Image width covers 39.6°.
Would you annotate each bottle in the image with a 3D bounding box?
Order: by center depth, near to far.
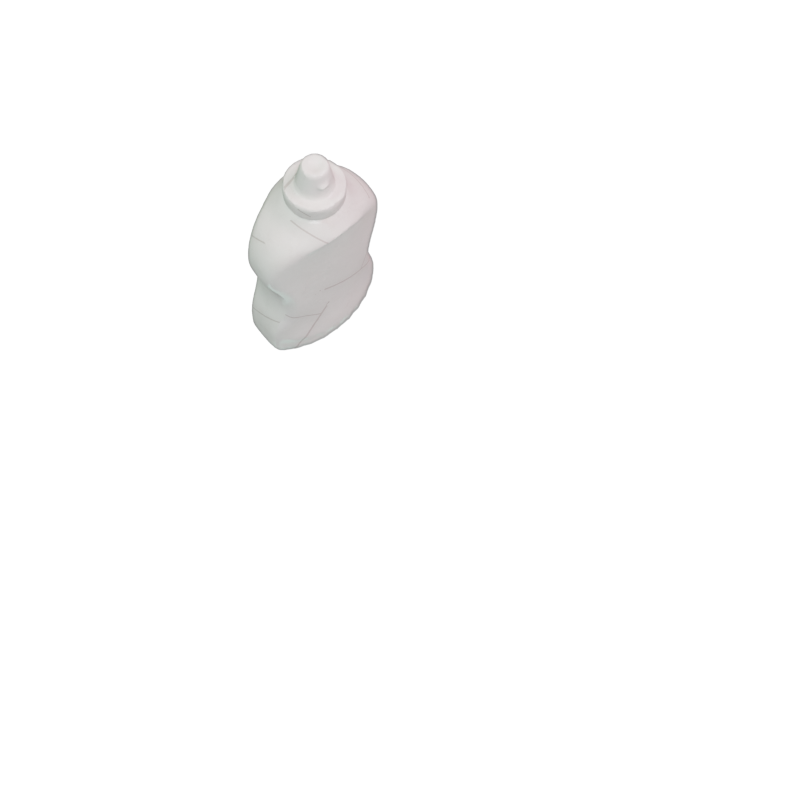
[{"bbox_3d":[-0.059,-0.108,0.758,0.096,0.061,0.181,-36,-17,-18],"label":"bottle"}]
